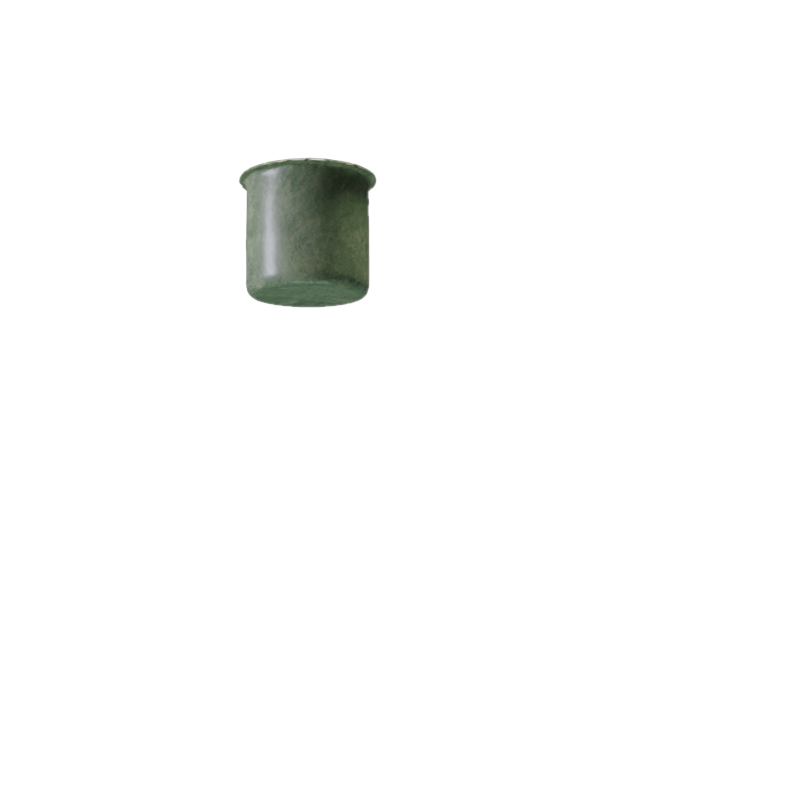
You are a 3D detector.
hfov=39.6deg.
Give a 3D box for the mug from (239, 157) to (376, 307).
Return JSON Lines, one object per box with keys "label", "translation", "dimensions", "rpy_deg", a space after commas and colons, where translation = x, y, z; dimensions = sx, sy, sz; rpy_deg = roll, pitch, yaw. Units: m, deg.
{"label": "mug", "translation": [-0.059, -0.107, 0.751], "dimensions": [0.095, 0.084, 0.112], "rpy_deg": [-3, -10, 15]}
